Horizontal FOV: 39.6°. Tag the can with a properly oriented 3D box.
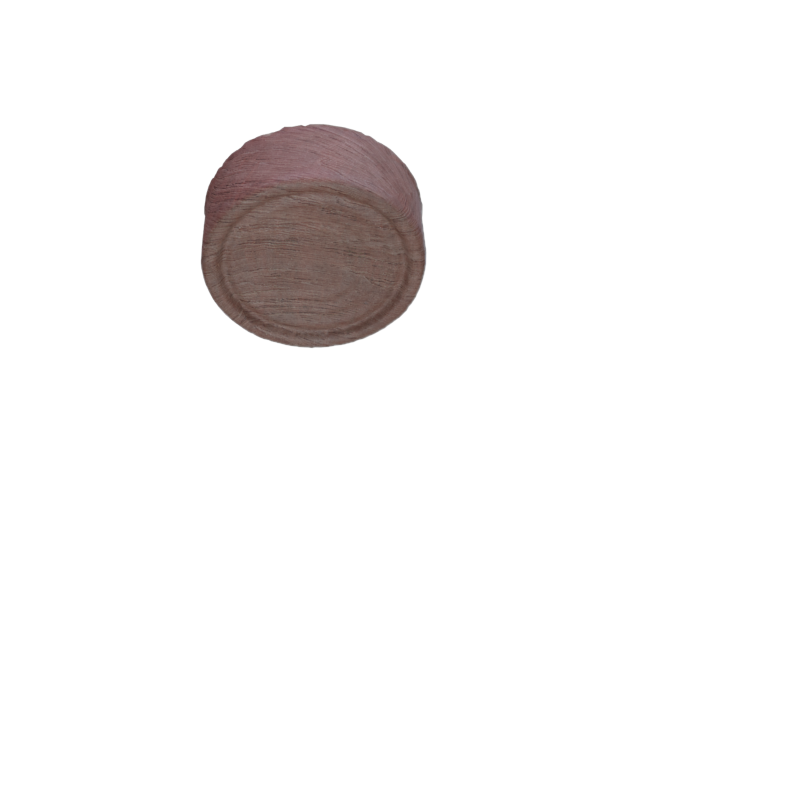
[{"bbox_3d":[-0.033,-0.060,0.423,0.086,0.080,0.036,1,43,-1],"label":"can"}]
